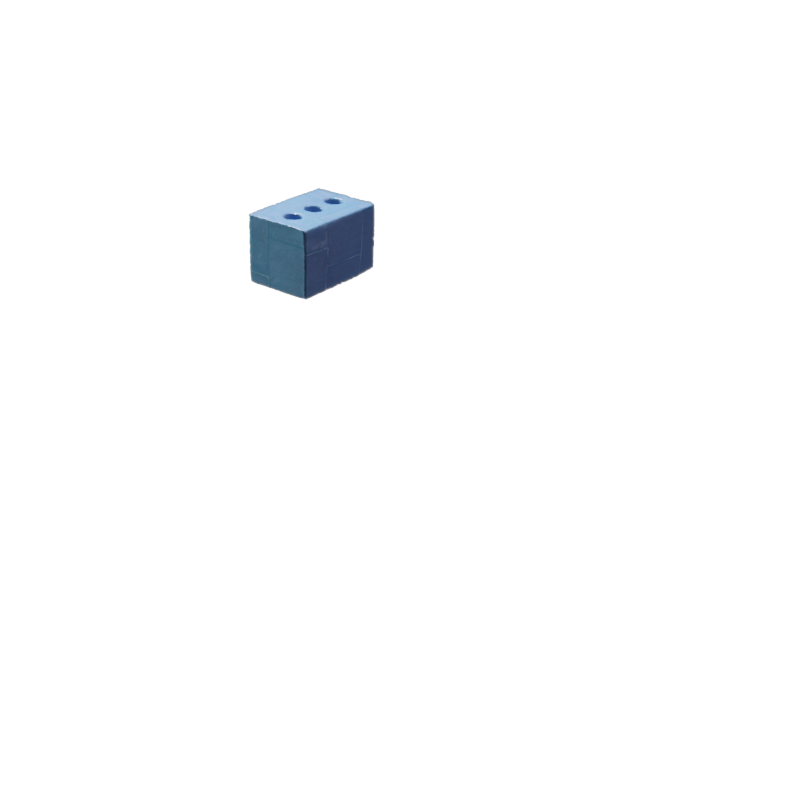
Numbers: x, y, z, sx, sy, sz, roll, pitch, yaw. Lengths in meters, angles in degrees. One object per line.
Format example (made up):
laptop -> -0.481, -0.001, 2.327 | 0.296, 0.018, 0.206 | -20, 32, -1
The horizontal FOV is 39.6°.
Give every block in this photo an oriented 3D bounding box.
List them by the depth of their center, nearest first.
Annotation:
block -> -0.061, -0.111, 0.777 | 0.056, 0.049, 0.078 | 18, 31, 33
